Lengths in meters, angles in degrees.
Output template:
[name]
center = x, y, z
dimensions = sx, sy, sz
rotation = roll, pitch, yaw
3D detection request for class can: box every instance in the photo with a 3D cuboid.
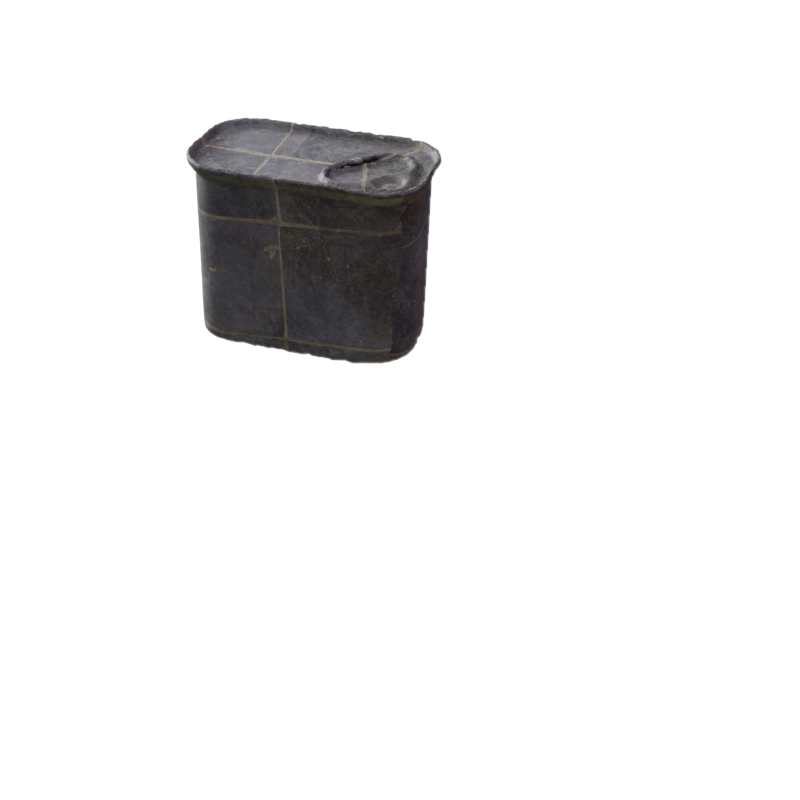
[can]
center = -0.037, -0.068, 0.473
dimensions = 0.105, 0.079, 0.059
rotation = 11, 32, 15
